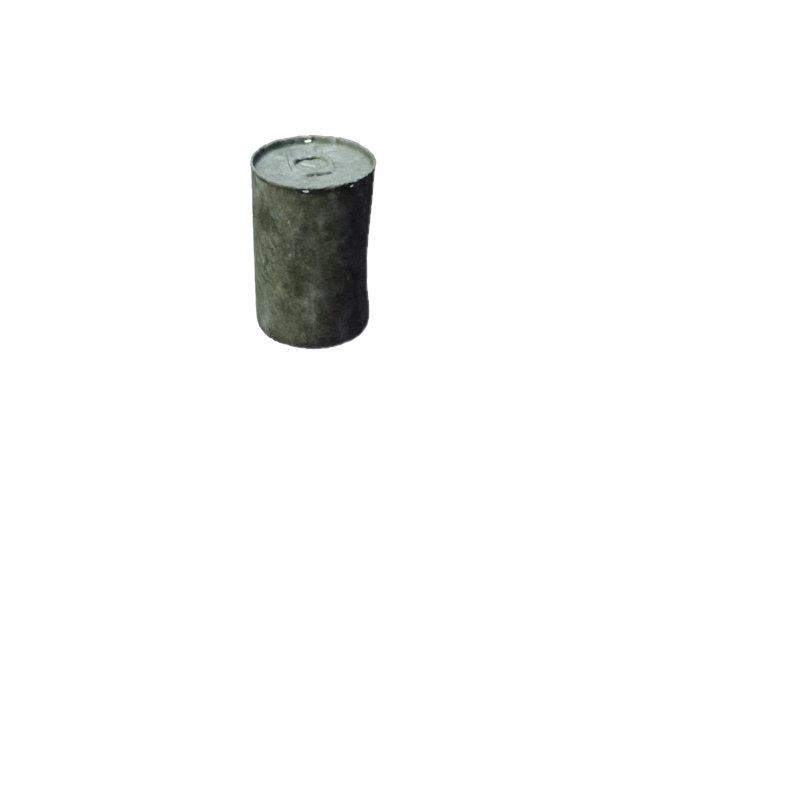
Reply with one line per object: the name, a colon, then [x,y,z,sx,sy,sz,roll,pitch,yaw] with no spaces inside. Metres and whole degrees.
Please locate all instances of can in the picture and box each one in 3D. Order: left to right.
can: [-0.049,-0.089,0.621,0.068,0.096,0.073,0,32,-3]
